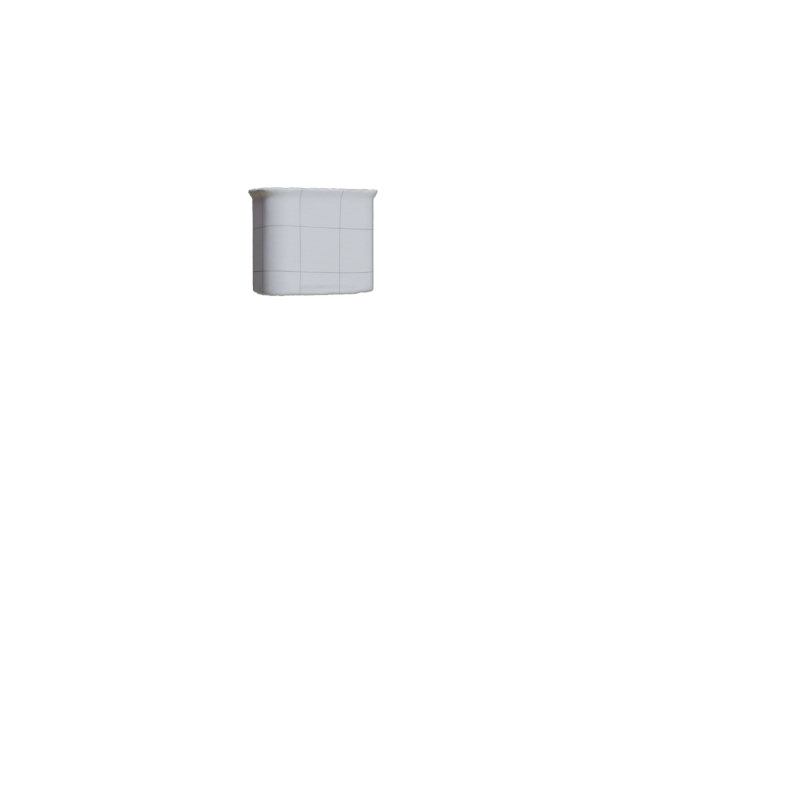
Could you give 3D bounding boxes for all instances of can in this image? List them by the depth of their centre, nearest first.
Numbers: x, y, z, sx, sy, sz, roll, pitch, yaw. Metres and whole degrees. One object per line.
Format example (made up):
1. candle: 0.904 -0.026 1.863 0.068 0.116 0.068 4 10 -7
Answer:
1. can: -0.069 -0.127 0.886 0.099 0.084 0.059 -2 3 -28
